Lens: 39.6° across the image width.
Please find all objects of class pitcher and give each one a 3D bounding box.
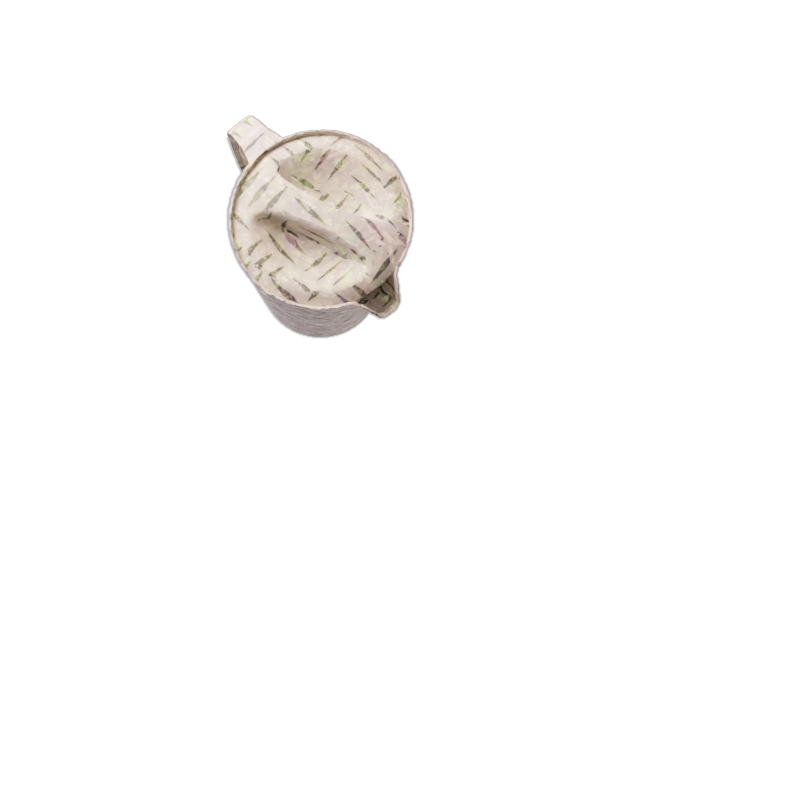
[{"bbox_3d":[-0.071,-0.129,0.904,0.145,0.153,0.238,6,-8,-3],"label":"pitcher"}]
